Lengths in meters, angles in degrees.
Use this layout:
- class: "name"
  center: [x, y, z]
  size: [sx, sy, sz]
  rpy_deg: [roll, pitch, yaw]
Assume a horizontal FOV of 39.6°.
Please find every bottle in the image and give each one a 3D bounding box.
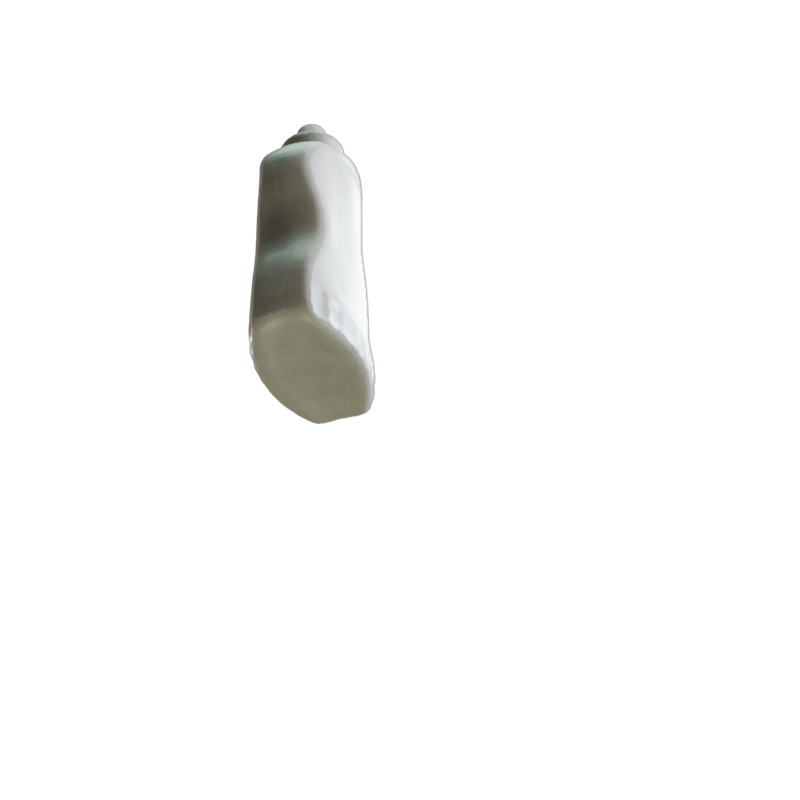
- class: "bottle"
  center: [-0.050, -0.090, 0.630]
  size: [0.059, 0.206, 0.088]
  rpy_deg: [-16, -42, 14]
